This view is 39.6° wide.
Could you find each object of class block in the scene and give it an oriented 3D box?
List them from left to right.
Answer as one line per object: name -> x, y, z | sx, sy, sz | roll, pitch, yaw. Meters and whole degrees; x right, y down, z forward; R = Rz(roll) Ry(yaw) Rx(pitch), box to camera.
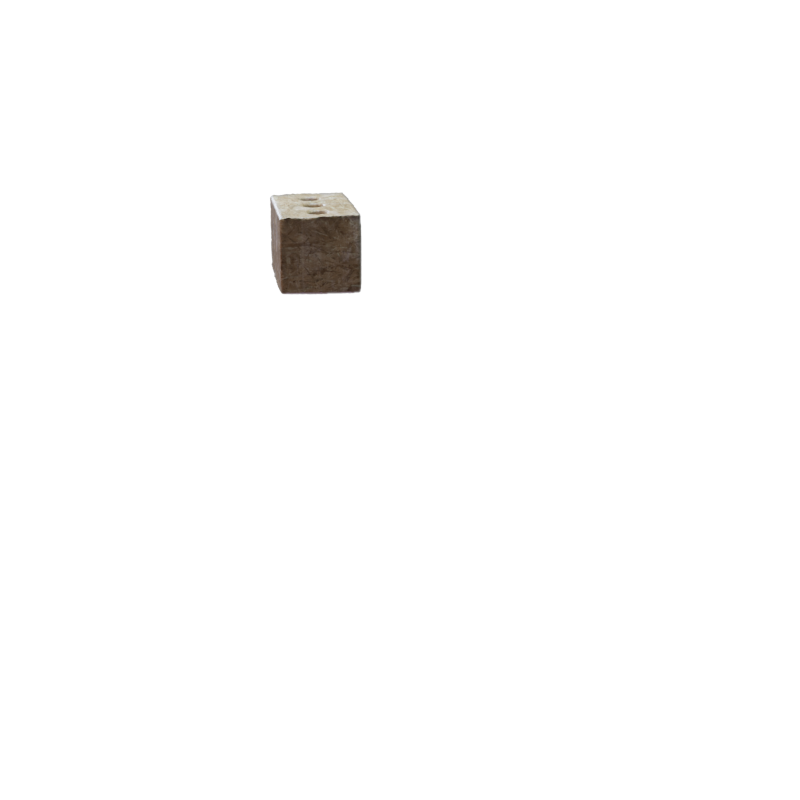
block -> -0.057, -0.105, 0.734 | 0.052, 0.049, 0.082 | -3, 19, -10
